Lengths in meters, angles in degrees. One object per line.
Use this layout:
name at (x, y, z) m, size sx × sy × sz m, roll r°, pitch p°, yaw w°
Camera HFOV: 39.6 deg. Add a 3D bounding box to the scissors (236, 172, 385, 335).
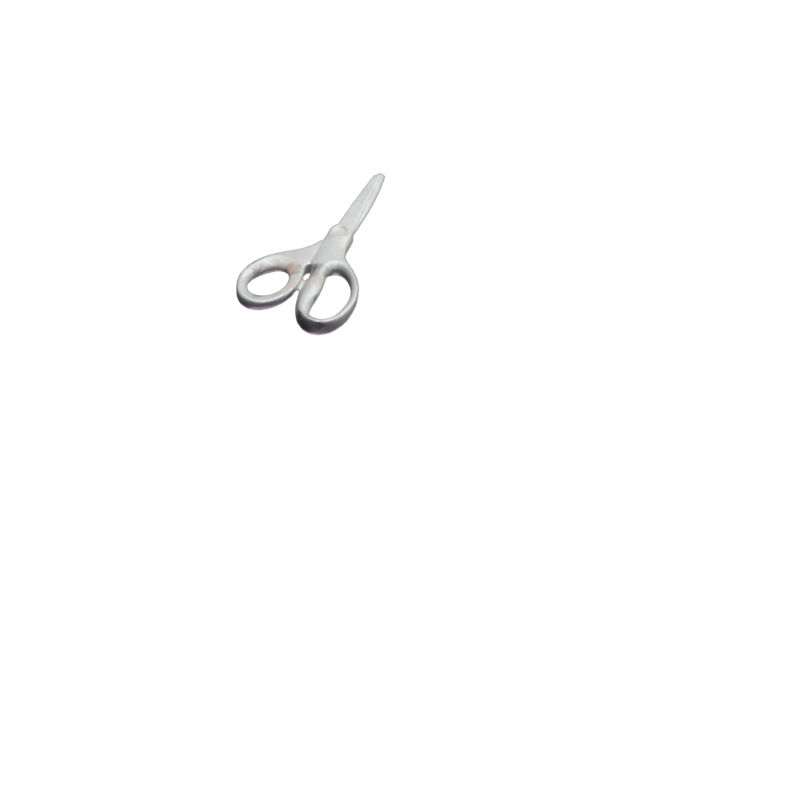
scissors at (-0.065, -0.119, 0.832) m, size 0.097 × 0.015 × 0.215 m, roll 2°, pitch 40°, yaw 2°
